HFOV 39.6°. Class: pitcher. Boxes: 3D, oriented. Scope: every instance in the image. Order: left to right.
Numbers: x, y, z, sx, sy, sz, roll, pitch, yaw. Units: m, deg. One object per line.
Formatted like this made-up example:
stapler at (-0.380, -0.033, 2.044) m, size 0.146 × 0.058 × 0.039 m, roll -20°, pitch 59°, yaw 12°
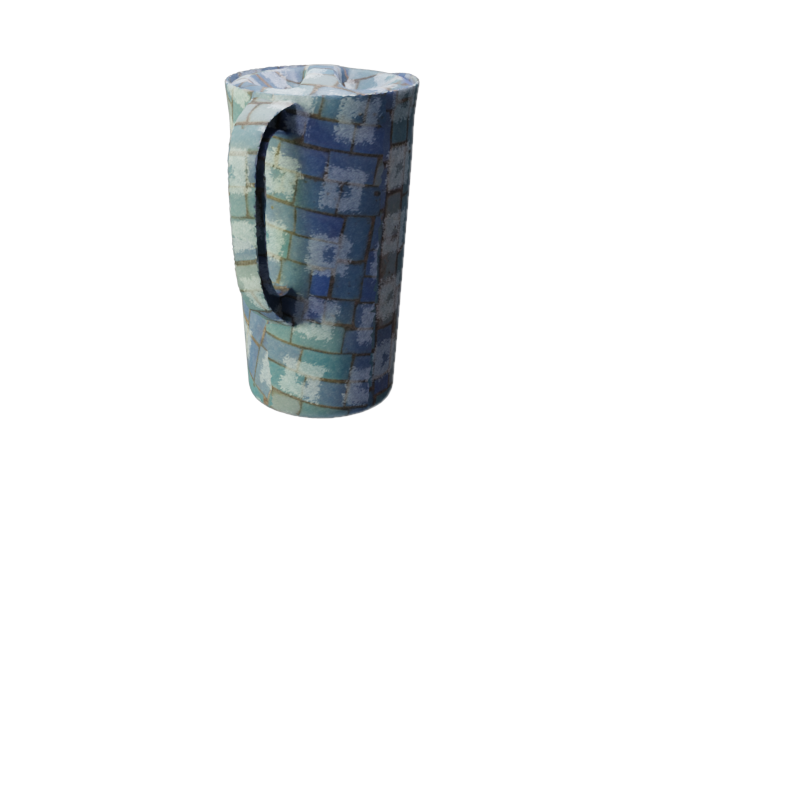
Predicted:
pitcher at (-0.061, -0.112, 0.785) m, size 0.146 × 0.233 × 0.154 m, roll -6°, pitch 21°, yaw -19°
